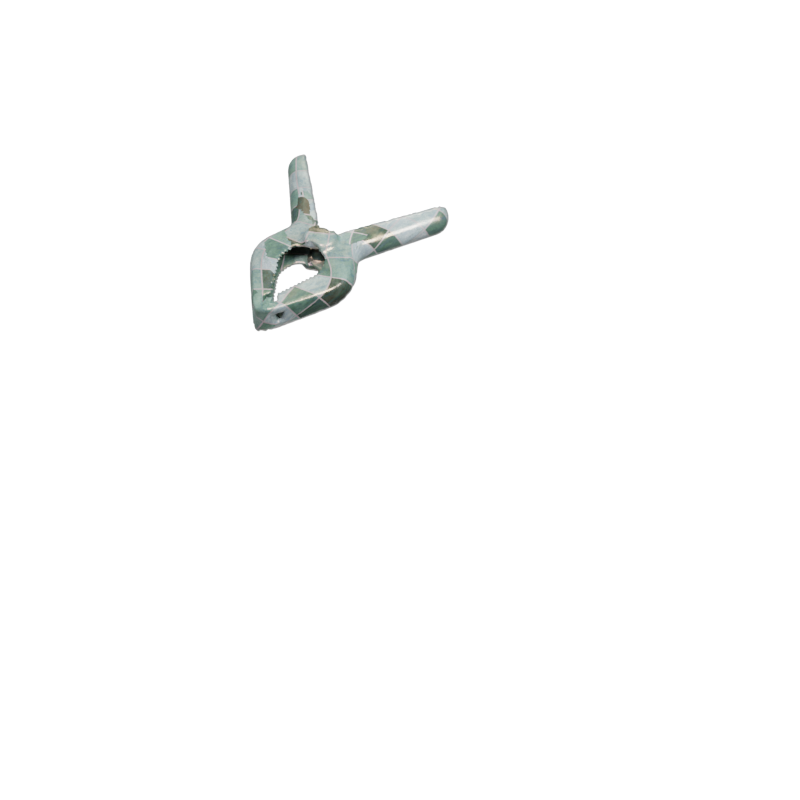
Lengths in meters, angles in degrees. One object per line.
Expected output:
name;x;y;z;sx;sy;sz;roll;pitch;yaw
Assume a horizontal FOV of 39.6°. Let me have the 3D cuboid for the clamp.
clamp;-0.078;-0.141;0.991;0.173;0.034;0.214;27;52;23
